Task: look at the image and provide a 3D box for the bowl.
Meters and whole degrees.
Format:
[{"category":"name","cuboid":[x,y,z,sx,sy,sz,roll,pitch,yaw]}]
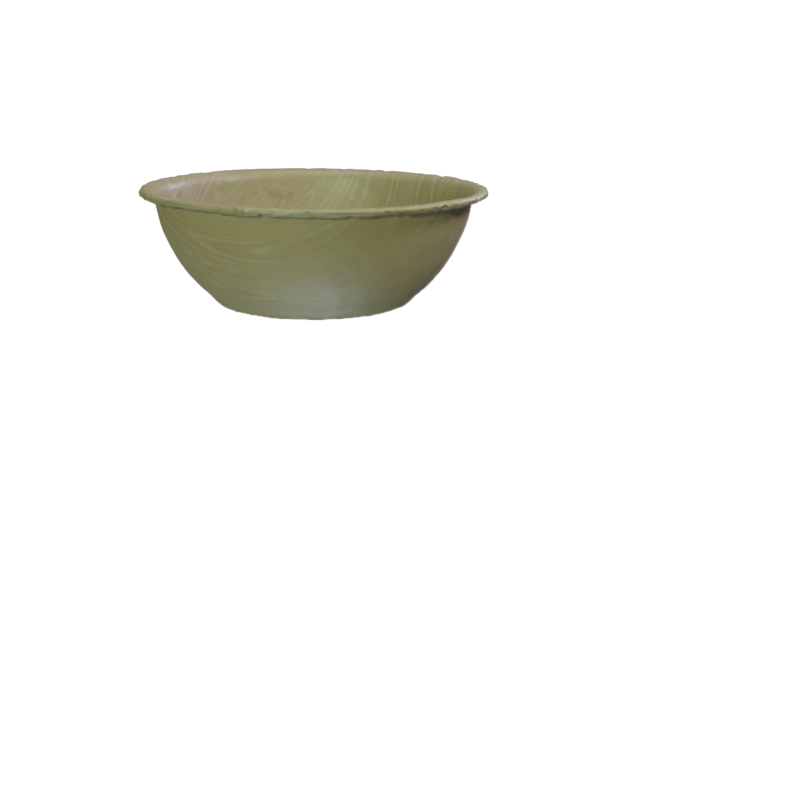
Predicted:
[{"category":"bowl","cuboid":[-0.041,-0.074,0.520,0.162,0.053,0.167,-1,16,-2]}]
